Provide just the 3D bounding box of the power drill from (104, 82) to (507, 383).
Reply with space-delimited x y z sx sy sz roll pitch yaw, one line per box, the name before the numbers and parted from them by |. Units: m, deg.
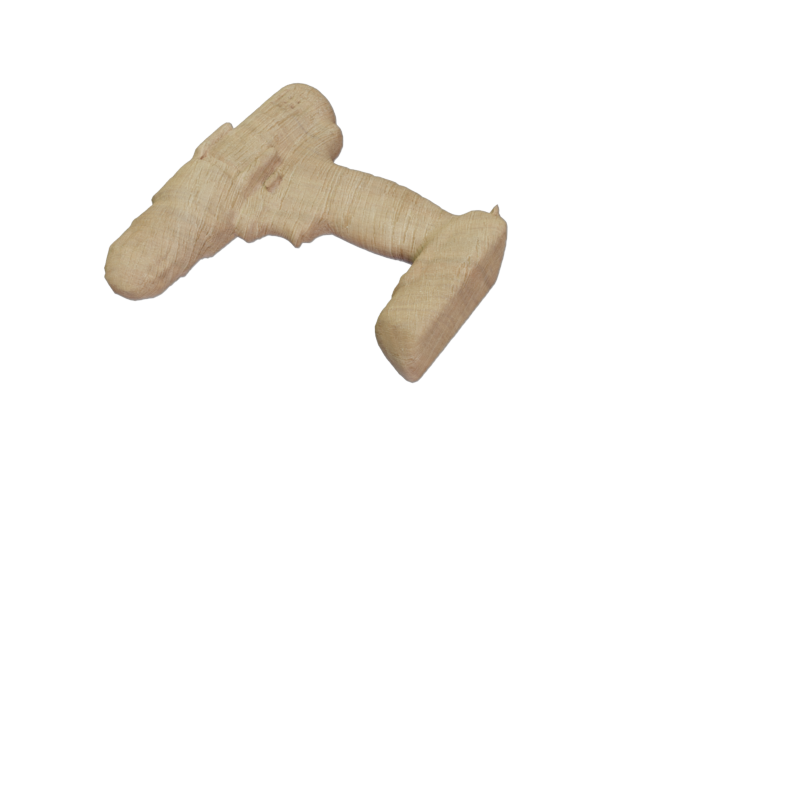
power drill | -0.049 -0.090 0.632 0.196 0.188 0.054 31 -29 19
